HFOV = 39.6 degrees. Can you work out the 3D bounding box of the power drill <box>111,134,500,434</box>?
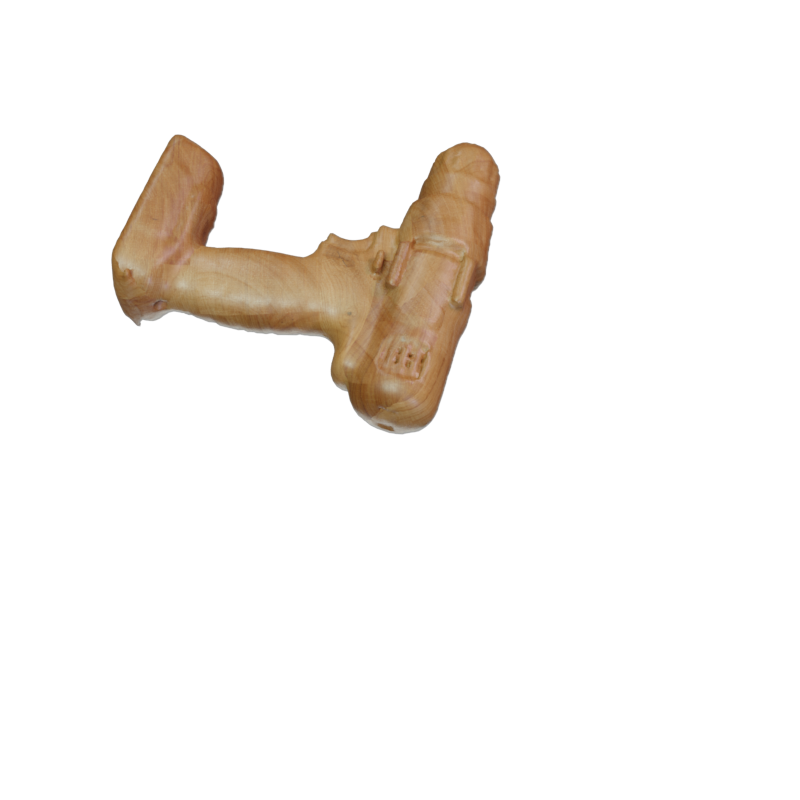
[{"bbox_3d":[-0.047,-0.086,0.602,0.191,0.194,0.054,14,-35,9],"label":"power drill"}]
